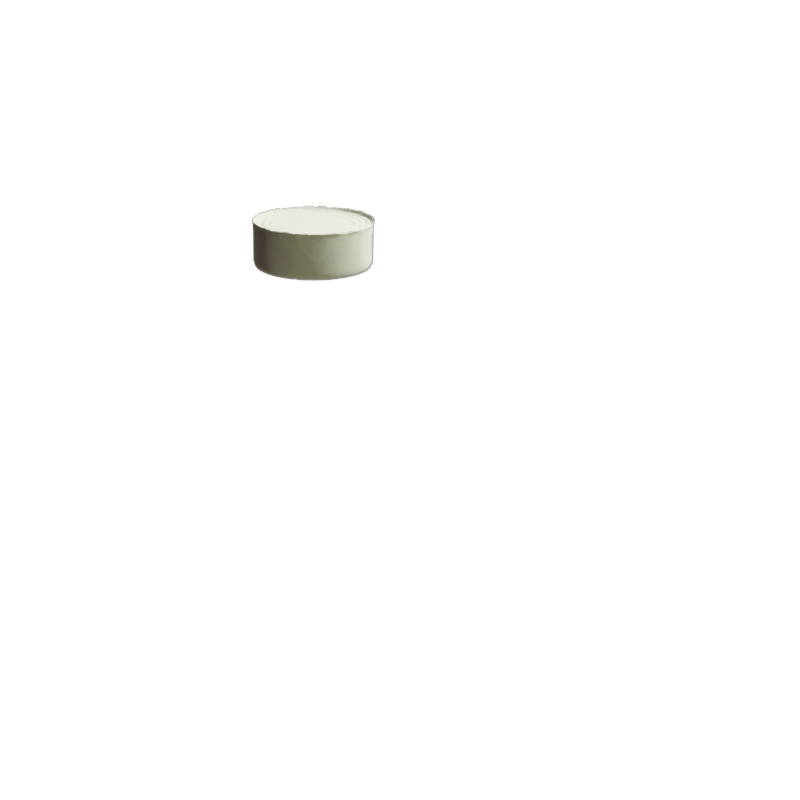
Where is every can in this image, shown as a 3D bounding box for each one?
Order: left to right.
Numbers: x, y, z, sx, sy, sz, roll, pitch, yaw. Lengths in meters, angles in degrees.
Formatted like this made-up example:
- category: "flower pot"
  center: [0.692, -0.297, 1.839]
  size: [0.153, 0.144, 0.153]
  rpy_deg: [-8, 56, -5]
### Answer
- category: "can"
  center: [-0.061, -0.111, 0.775]
  size: [0.086, 0.032, 0.090]
  rpy_deg: [-1, 21, -2]
